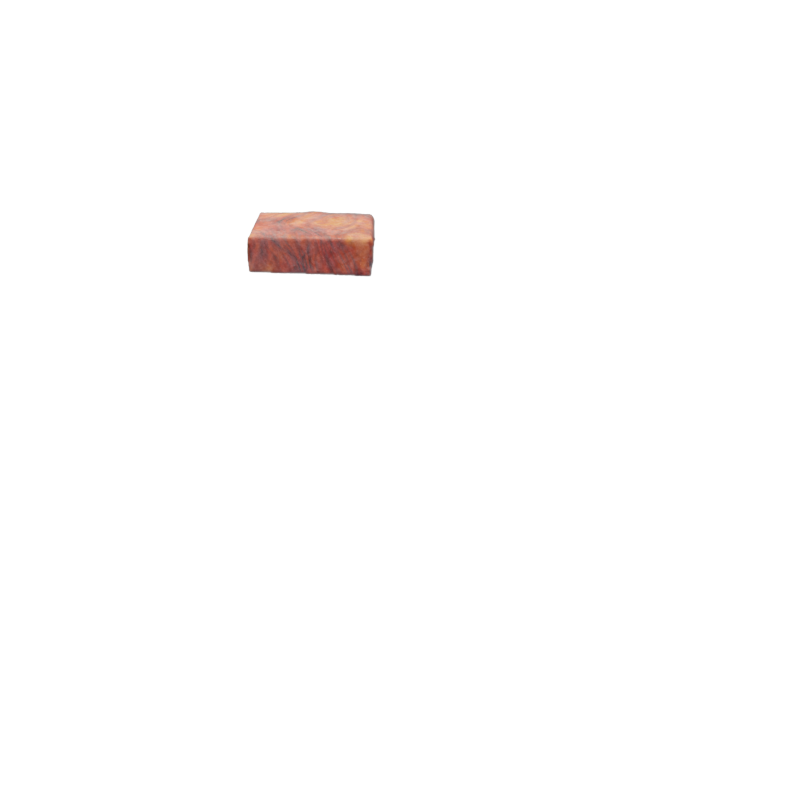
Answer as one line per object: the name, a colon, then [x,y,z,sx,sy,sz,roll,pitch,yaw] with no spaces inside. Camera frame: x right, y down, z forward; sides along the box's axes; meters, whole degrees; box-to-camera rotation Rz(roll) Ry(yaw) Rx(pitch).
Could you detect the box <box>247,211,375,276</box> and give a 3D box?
box: [-0.063,-0.116,0.809,0.090,0.029,0.076,1,22,2]
